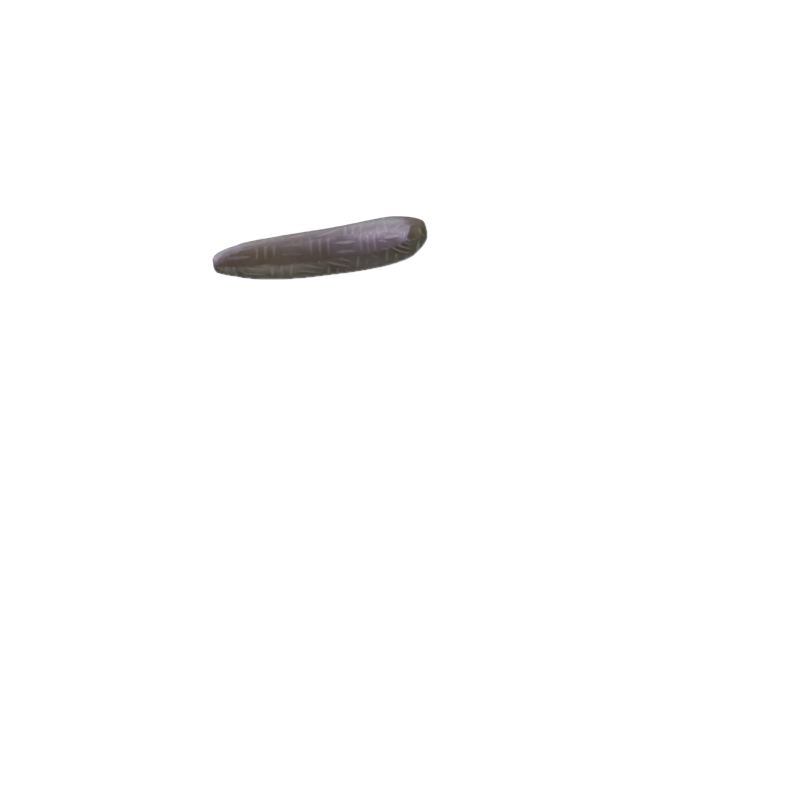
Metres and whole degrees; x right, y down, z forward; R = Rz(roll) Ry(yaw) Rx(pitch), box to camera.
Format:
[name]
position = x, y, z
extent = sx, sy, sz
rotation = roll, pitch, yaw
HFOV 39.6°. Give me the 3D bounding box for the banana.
[banana]
position = -0.054, -0.121, 0.868
extent = 0.203, 0.038, 0.066
rotation = -6, -11, 34
